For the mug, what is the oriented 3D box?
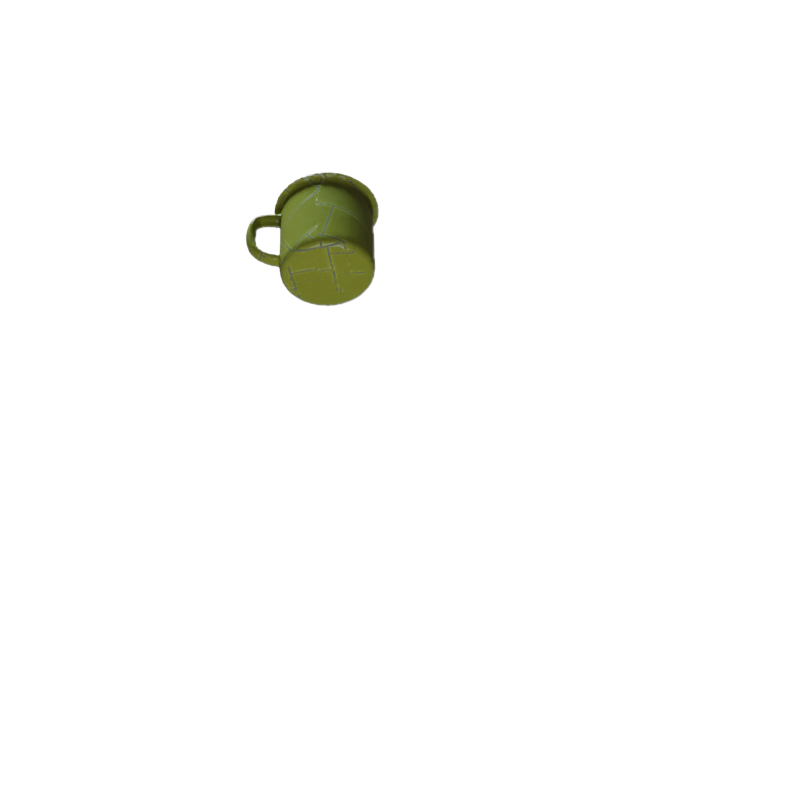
[{"bbox_3d":[-0.075,-0.137,0.963,0.116,0.087,0.087,4,-42,-6],"label":"mug"}]
